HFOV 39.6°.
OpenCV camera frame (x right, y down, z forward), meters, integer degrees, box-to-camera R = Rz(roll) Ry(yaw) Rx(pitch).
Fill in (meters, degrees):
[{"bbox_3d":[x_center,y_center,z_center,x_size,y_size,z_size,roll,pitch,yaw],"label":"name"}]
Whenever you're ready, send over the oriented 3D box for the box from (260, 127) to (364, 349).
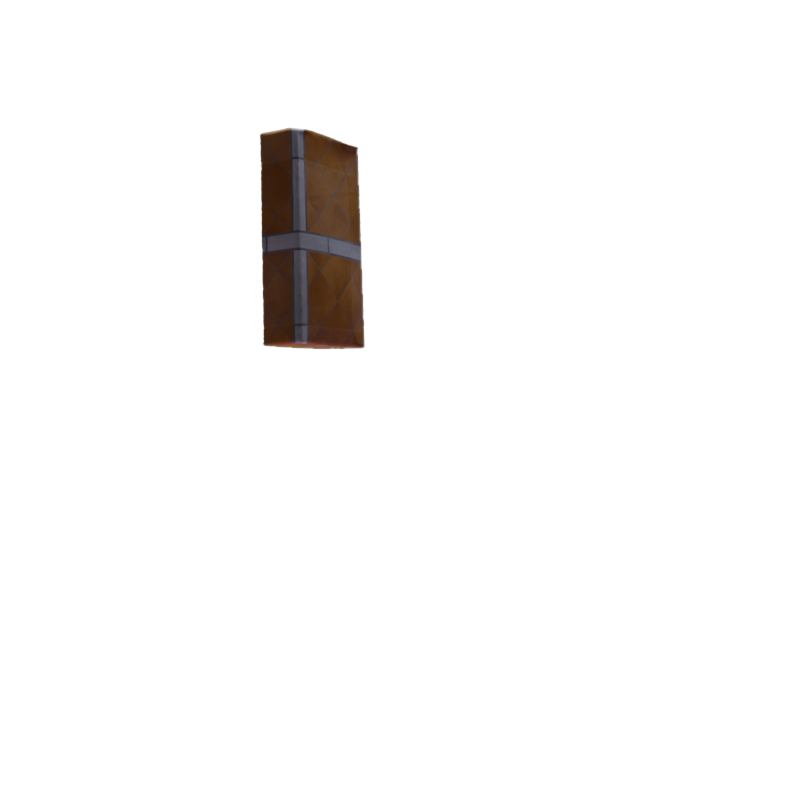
[{"bbox_3d":[-0.072,-0.132,0.922,0.049,0.180,0.089,-5,-8,33],"label":"box"}]
